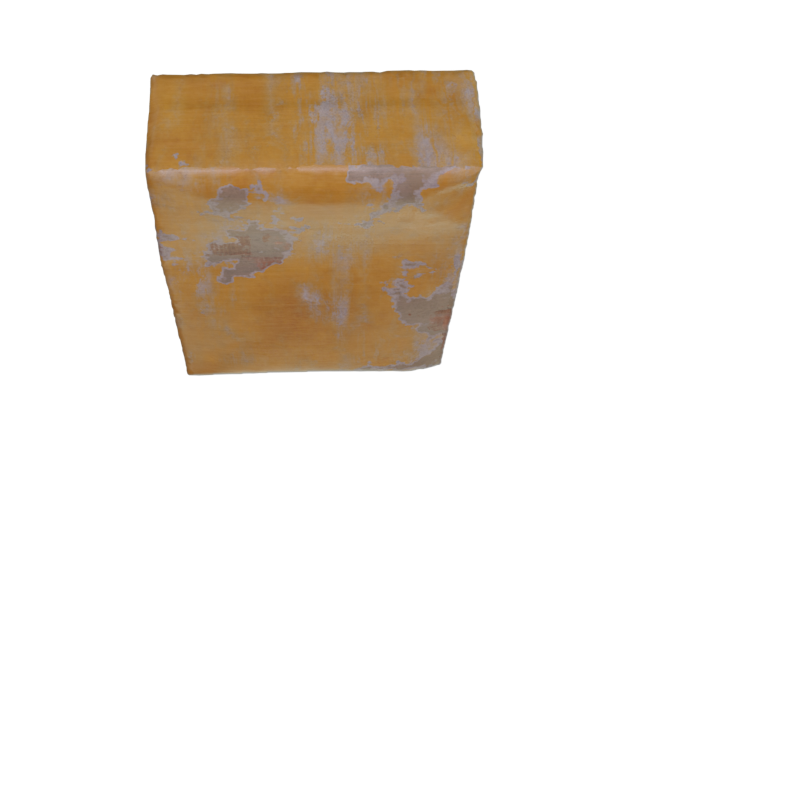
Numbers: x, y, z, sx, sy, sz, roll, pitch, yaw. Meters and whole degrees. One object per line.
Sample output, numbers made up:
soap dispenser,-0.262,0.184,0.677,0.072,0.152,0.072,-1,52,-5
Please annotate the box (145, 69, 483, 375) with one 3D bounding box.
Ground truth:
box,-0.049,-0.089,0.622,0.164,0.076,0.201,-1,-27,-3
